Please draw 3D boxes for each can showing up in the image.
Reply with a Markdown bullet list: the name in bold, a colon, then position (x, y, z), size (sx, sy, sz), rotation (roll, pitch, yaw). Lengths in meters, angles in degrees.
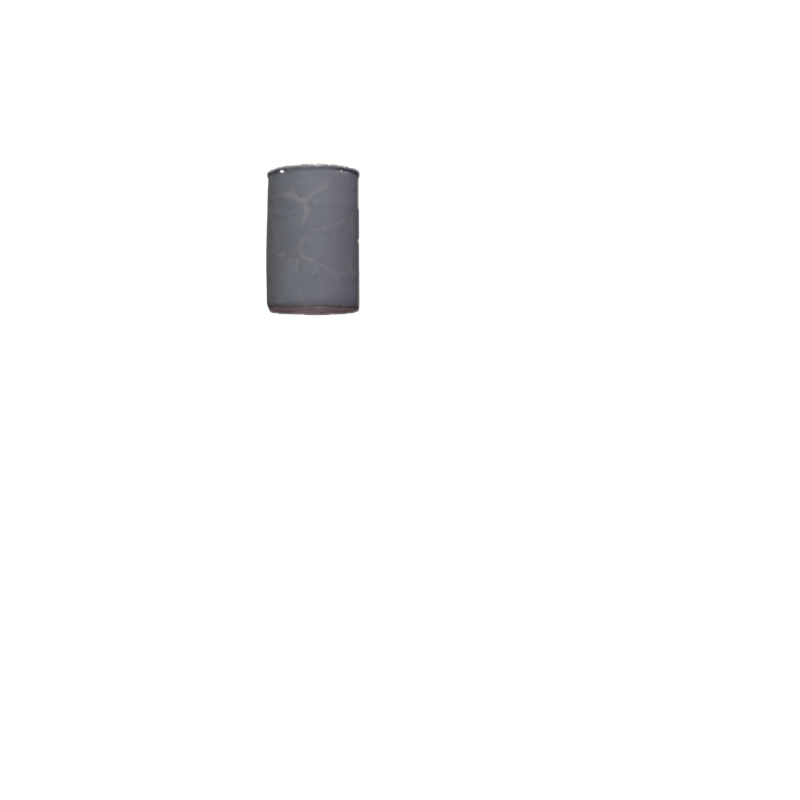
- **can**: position (-0.063, -0.115, 0.805), size (0.068, 0.104, 0.068), rotation (0, -6, -2)
